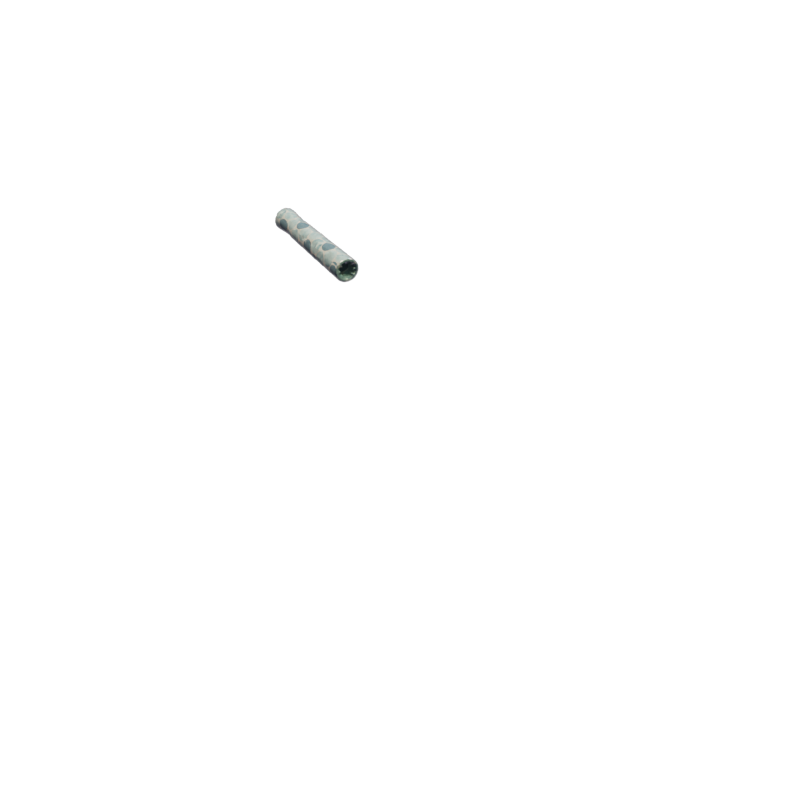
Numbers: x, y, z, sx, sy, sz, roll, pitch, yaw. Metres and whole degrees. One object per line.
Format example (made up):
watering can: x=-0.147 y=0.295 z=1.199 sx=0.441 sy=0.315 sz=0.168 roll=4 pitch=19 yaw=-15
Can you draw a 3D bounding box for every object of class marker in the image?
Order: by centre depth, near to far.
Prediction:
marker: x=-0.067 y=-0.122 z=0.856 sx=0.019 sy=0.019 sz=0.130 roll=-2 pitch=27 yaw=-28
